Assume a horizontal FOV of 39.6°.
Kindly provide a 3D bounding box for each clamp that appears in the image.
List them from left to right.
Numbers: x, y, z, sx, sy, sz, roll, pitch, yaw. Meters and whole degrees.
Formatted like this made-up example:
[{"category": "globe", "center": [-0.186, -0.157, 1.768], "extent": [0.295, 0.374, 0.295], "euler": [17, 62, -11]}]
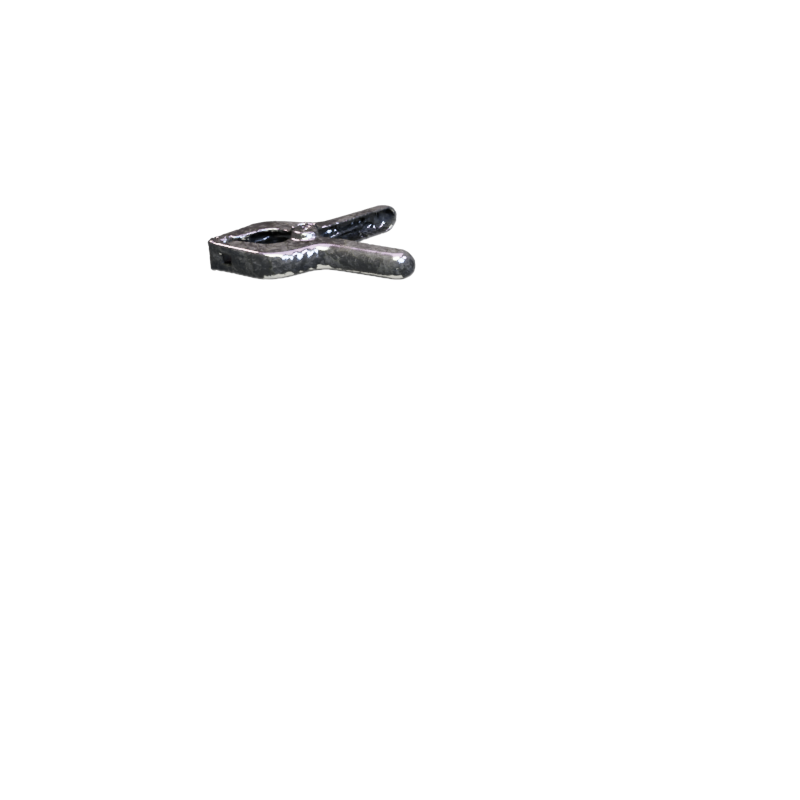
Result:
[{"category": "clamp", "center": [-0.073, -0.134, 0.939], "extent": [0.172, 0.037, 0.125], "euler": [1, 24, 3]}]
